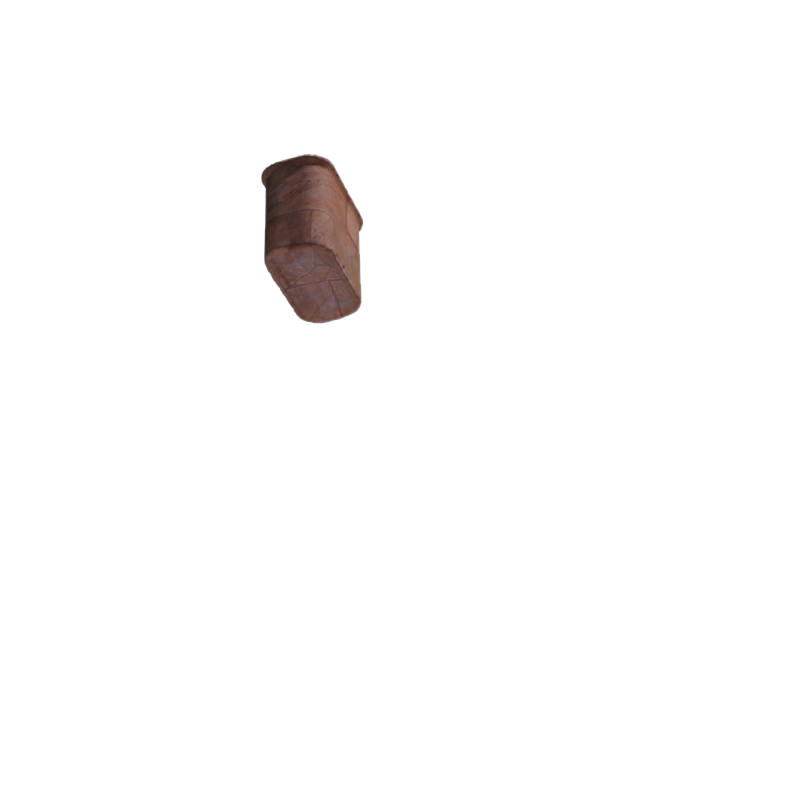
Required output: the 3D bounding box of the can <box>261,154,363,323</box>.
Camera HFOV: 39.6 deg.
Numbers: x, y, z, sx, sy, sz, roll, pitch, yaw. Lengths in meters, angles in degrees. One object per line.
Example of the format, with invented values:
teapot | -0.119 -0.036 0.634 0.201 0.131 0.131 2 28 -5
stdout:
can | -0.065 -0.119 0.832 0.058 0.090 0.094 -13 -36 14
